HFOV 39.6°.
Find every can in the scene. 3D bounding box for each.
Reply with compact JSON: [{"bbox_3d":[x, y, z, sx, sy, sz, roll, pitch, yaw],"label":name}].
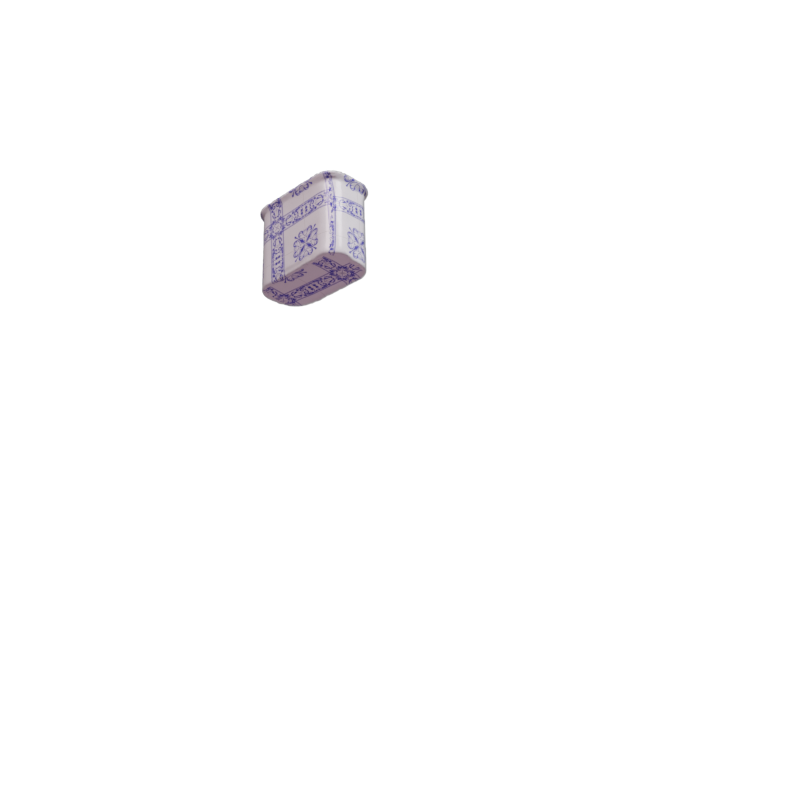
[{"bbox_3d":[-0.075,-0.138,0.964,0.102,0.089,0.054,-25,-37,36],"label":"can"}]
